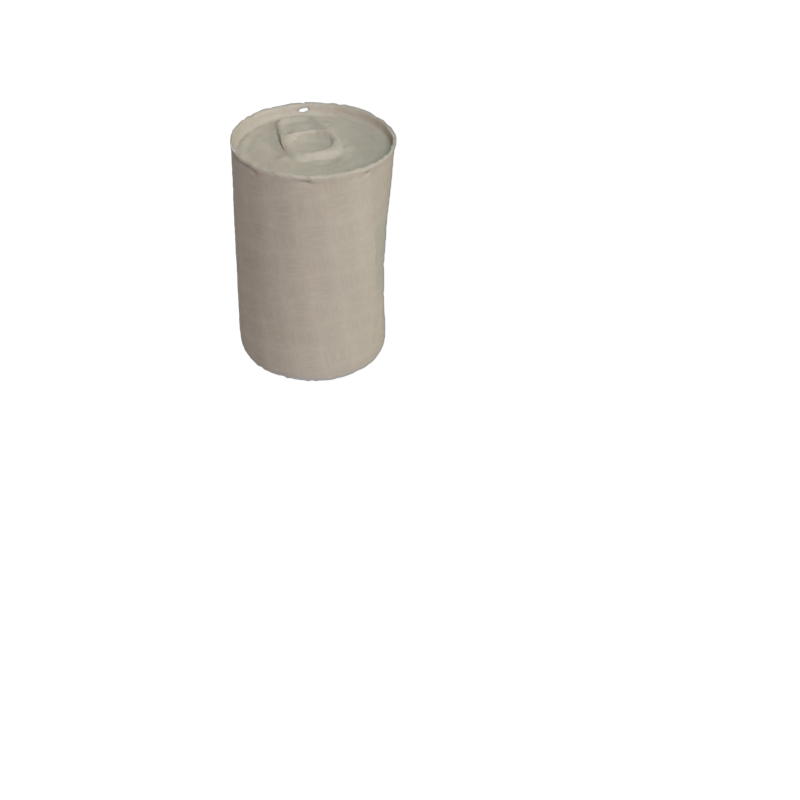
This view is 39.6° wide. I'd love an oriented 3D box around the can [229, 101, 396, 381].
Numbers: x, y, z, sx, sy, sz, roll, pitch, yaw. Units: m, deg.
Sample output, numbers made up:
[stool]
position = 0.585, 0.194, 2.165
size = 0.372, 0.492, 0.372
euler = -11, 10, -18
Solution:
[can]
position = -0.037, -0.068, 0.478
size = 0.068, 0.096, 0.073
euler = 0, 36, -3
